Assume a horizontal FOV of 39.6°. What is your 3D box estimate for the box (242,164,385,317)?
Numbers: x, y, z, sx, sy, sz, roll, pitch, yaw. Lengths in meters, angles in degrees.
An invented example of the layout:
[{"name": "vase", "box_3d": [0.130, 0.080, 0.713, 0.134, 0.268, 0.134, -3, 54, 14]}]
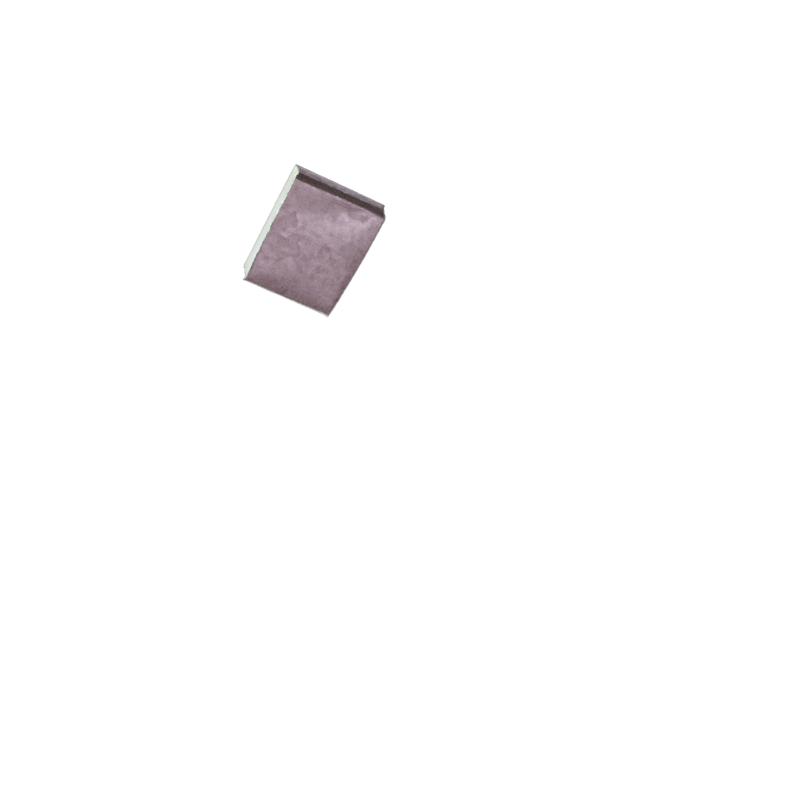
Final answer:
[{"name": "box", "box_3d": [-0.077, -0.141, 0.986, 0.088, 0.110, 0.041, 25, 21, -11]}]
